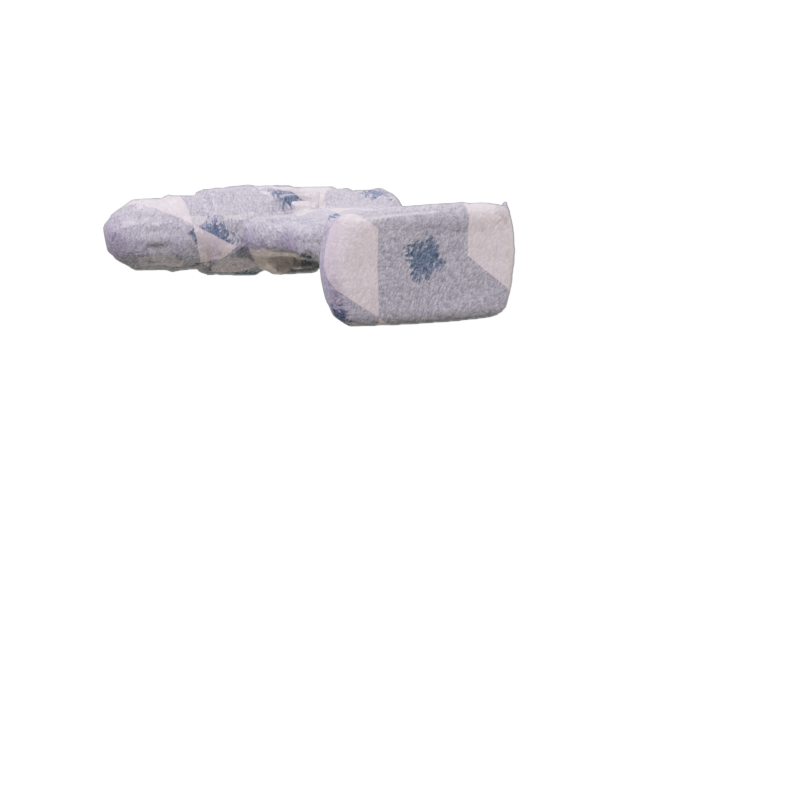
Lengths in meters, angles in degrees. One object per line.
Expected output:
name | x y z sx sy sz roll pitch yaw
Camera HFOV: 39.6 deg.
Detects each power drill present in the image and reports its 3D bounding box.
power drill | -0.046 -0.084 0.586 0.180 0.056 0.198 -9 19 -28
